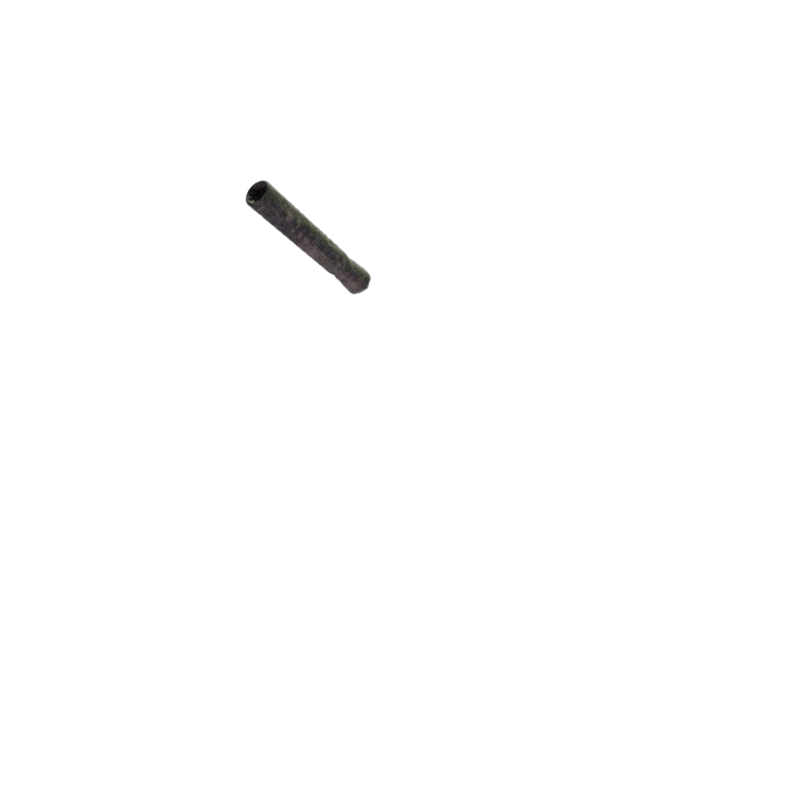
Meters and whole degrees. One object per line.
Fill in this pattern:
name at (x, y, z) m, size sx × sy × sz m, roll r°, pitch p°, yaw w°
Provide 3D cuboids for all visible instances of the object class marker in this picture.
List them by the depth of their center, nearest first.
marker at (-0.056, -0.102, 0.715) m, size 0.021 × 0.020 × 0.112 m, roll 3°, pitch -24°, yaw 40°
